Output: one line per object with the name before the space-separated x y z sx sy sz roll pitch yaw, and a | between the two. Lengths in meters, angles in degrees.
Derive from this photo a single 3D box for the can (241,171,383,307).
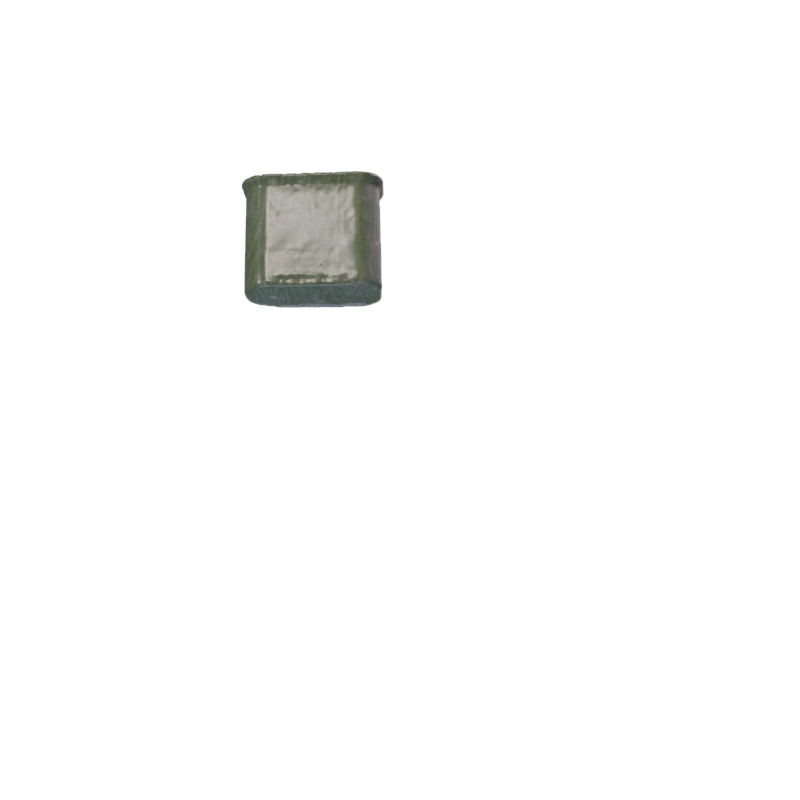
can | -0.062 -0.113 0.792 0.102 0.088 0.055 -1 -18 2
